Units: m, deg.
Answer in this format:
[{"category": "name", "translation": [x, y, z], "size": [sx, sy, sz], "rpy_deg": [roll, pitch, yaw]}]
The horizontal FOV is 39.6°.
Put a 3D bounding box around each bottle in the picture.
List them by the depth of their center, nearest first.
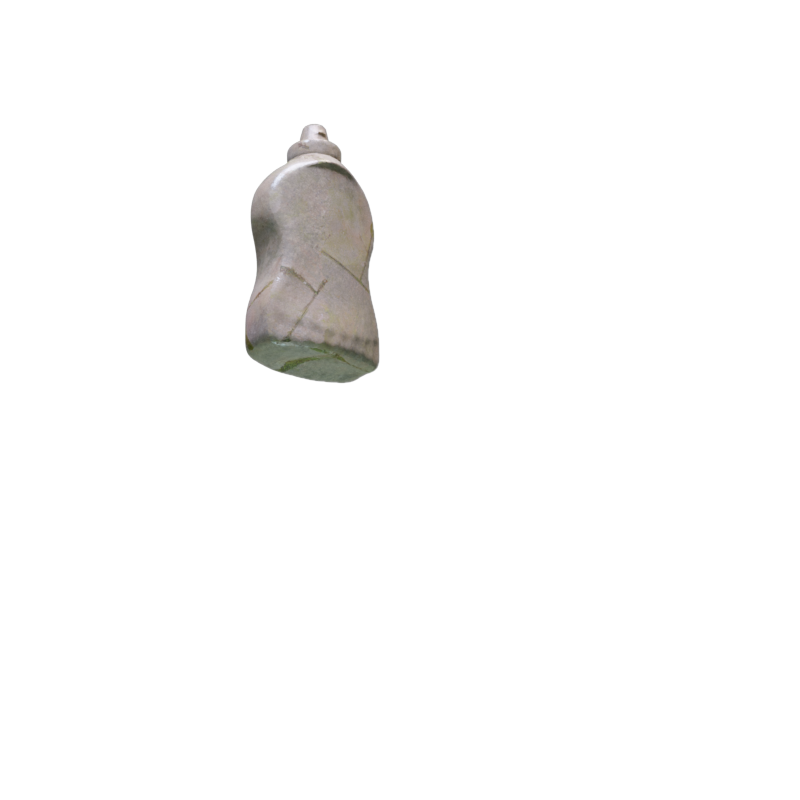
[{"category": "bottle", "translation": [-0.062, -0.114, 0.797], "size": [0.091, 0.203, 0.058], "rpy_deg": [15, -31, -31]}]
